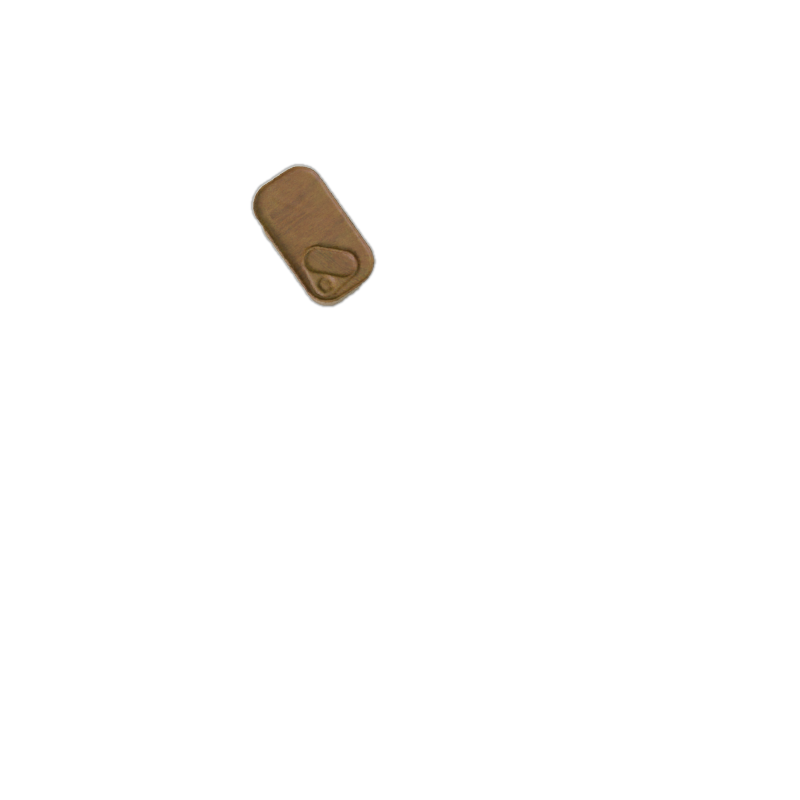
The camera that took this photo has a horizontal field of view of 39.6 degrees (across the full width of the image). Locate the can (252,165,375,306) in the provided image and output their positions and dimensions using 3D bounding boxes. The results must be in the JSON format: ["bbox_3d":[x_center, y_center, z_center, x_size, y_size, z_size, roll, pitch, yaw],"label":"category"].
[{"bbox_3d":[-0.067,-0.122,0.853,0.057,0.104,0.083,-35,-4,-4],"label":"can"}]
